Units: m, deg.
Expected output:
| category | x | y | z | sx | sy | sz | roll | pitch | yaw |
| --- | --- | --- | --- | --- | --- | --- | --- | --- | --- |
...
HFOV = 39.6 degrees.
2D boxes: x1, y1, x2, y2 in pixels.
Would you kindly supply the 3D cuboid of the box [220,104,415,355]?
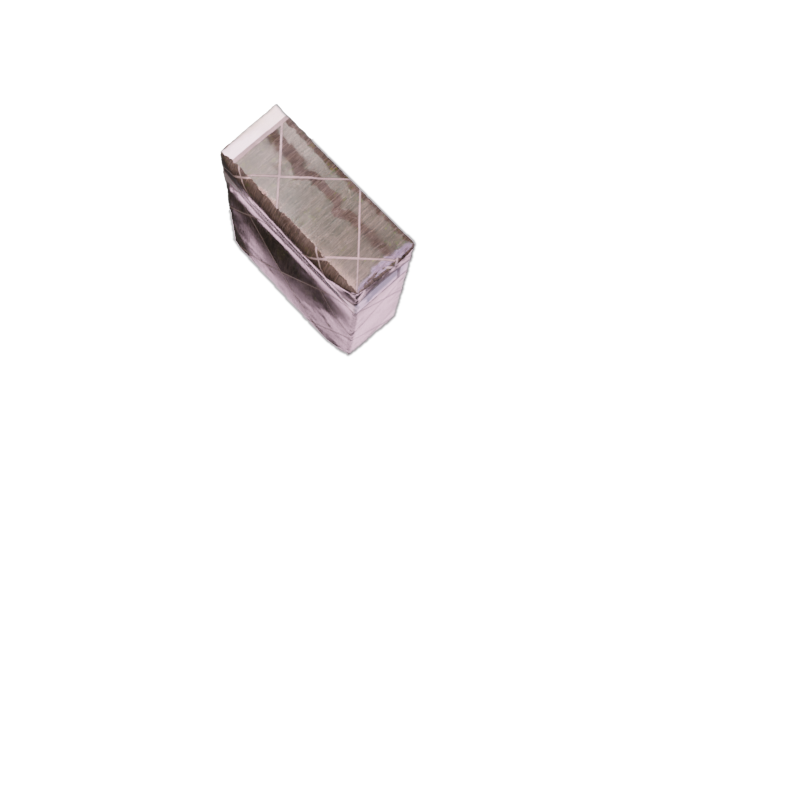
| category | x | y | z | sx | sy | sz | roll | pitch | yaw |
| --- | --- | --- | --- | --- | --- | --- | --- | --- | --- |
| box | -0.075 | -0.137 | 0.961 | 0.072 | 0.169 | 0.206 | -42 | -8 | -11 |
